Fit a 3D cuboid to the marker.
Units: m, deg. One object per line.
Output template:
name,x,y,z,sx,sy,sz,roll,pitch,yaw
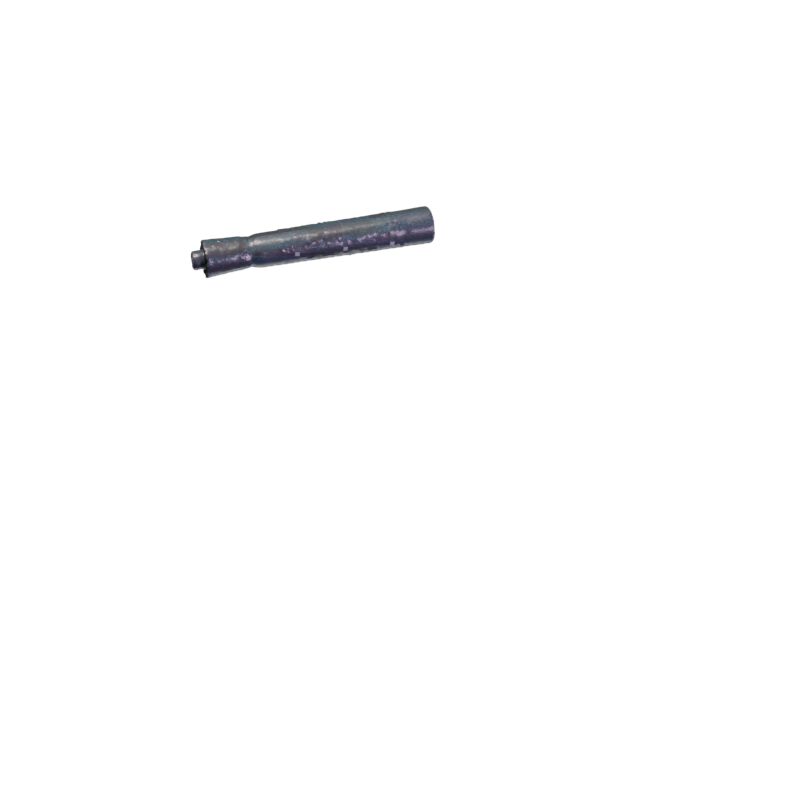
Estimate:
marker,-0.043,-0.078,0.546,0.119,0.020,0.020,-10,7,-12
